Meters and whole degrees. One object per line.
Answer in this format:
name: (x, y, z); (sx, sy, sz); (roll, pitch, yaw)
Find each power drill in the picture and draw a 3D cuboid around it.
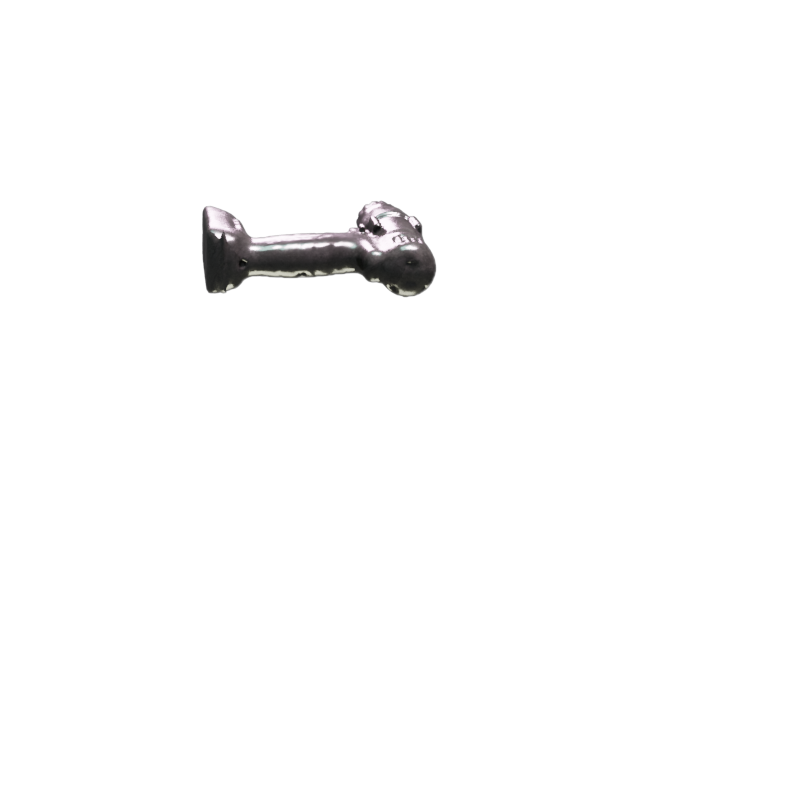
power drill: (-0.074, -0.134, 0.941); (0.186, 0.055, 0.194); (-3, 21, -8)
